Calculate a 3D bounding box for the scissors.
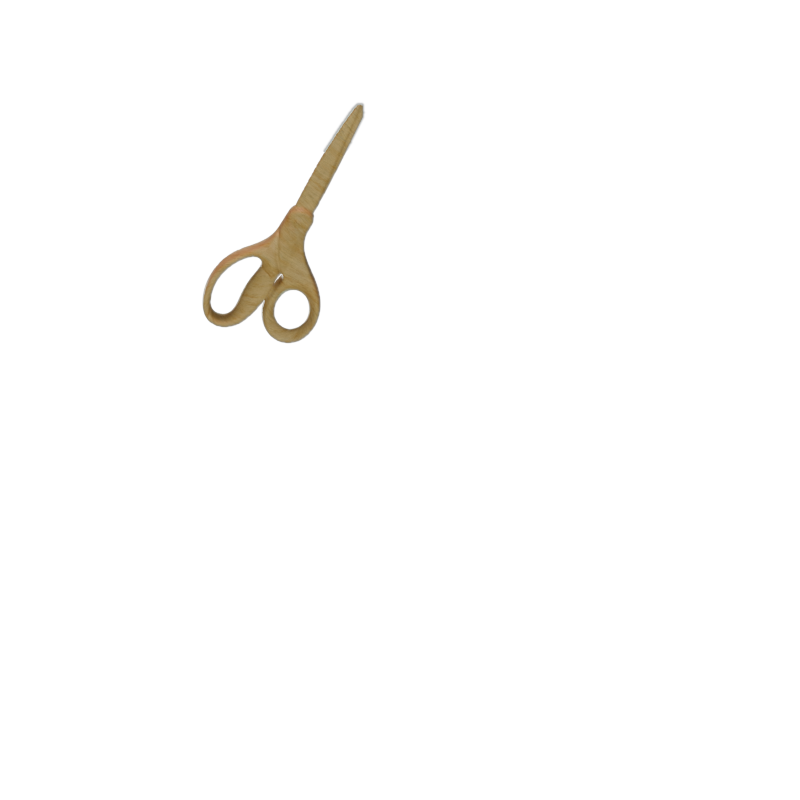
[{"bbox_3d":[-0.063,-0.115,0.807,0.092,0.199,0.017,40,22,-20],"label":"scissors"}]
